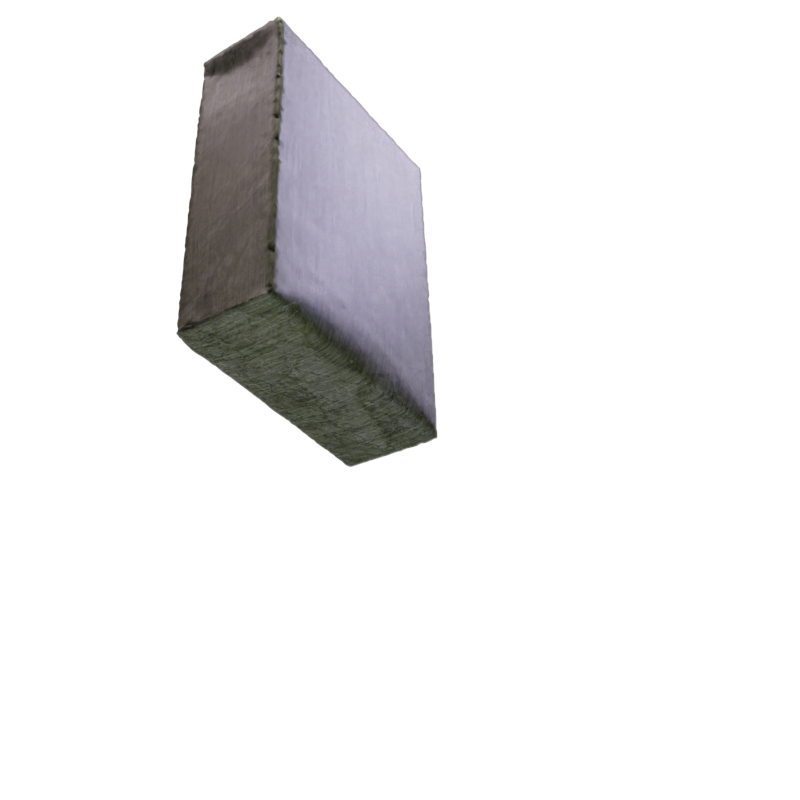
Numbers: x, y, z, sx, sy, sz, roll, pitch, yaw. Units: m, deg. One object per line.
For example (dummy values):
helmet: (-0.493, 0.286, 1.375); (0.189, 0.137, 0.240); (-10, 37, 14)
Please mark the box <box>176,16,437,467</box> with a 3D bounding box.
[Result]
box: (-0.051, -0.094, 0.658); (0.072, 0.229, 0.152); (-24, -42, 25)
